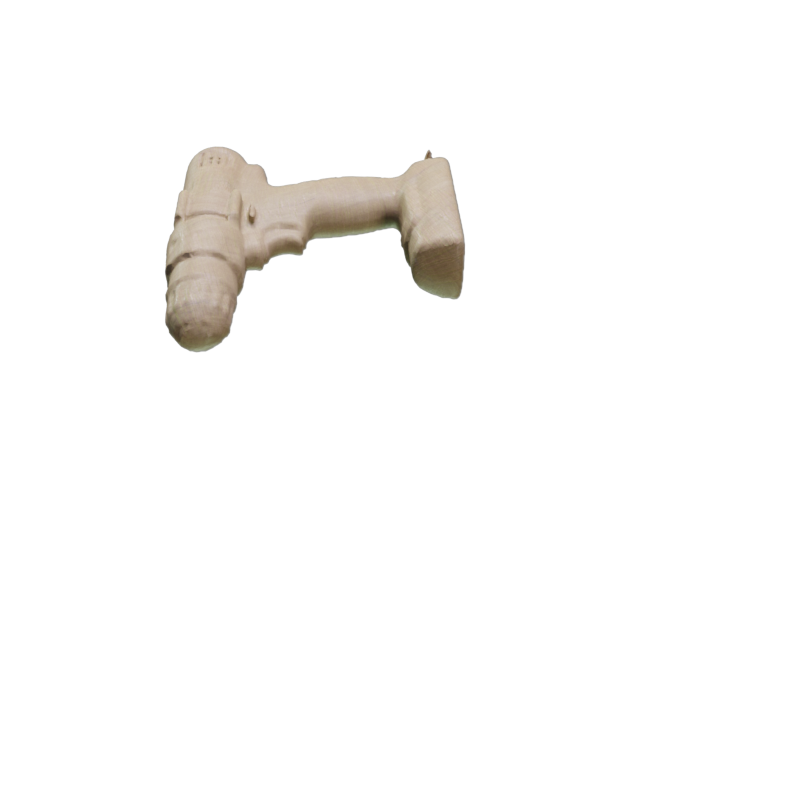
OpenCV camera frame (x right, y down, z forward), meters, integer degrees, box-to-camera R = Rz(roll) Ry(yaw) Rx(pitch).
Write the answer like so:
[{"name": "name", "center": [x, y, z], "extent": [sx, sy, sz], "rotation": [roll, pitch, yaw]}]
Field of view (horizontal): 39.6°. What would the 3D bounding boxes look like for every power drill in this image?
[{"name": "power drill", "center": [-0.056, -0.102, 0.713], "extent": [0.187, 0.053, 0.198], "rotation": [-1, 44, -1]}]
